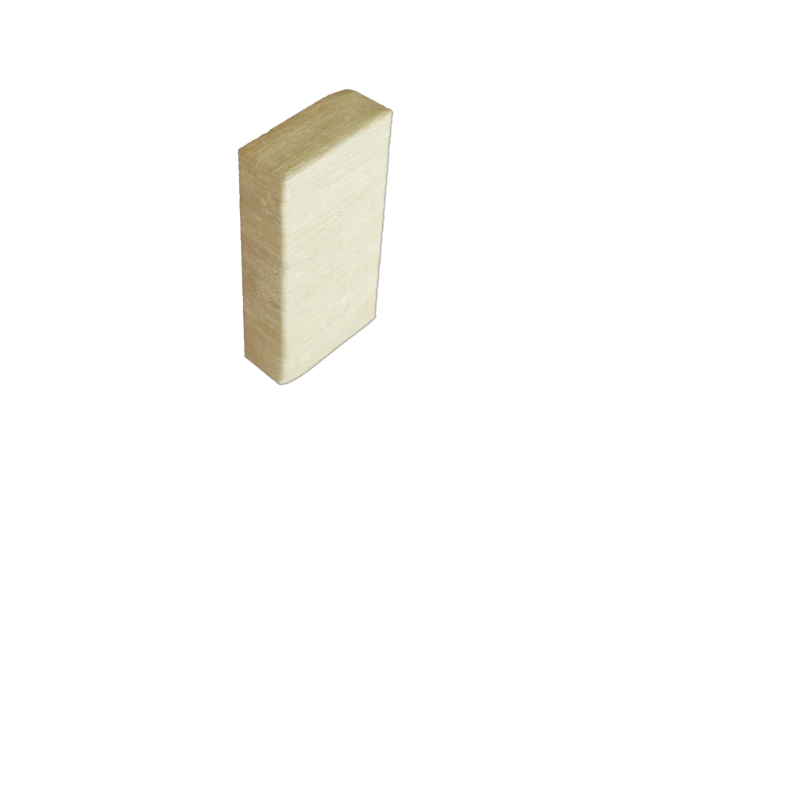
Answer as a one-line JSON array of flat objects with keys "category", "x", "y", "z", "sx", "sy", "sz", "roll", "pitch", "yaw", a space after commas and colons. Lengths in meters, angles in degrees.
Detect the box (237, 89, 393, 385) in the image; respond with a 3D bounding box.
[{"category": "box", "x": -0.054, "y": -0.098, "z": 0.687, "sx": 0.051, "sy": 0.164, "sz": 0.094, "roll": 33, "pitch": 52, "yaw": 26}]
